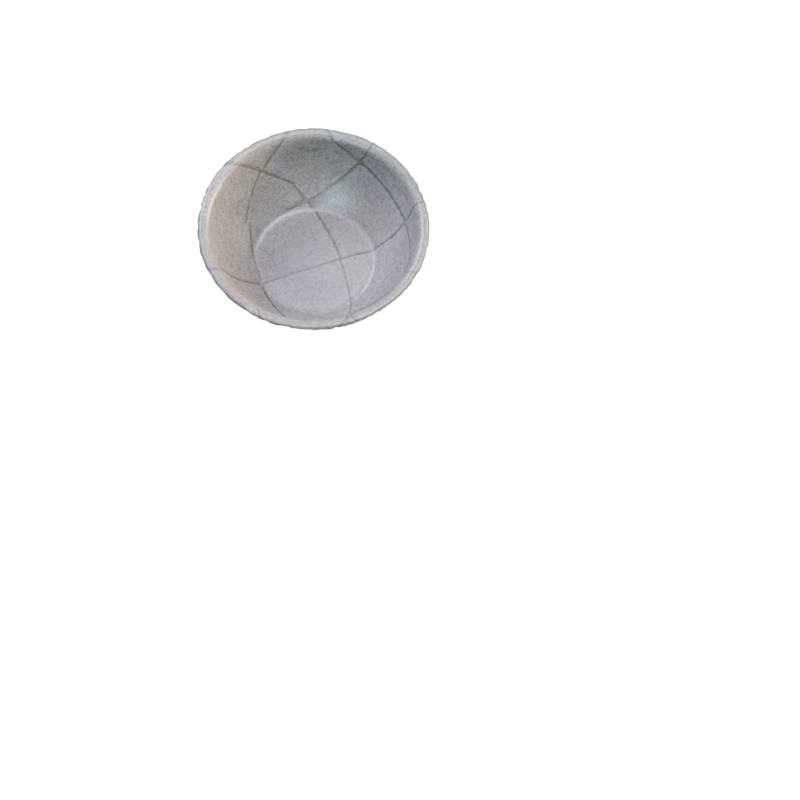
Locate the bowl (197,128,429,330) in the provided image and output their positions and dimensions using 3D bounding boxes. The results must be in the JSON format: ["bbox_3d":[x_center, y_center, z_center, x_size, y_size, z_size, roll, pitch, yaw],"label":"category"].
[{"bbox_3d":[-0.062,-0.113,0.793,0.162,0.172,0.052,-1,-27,-1],"label":"bowl"}]
